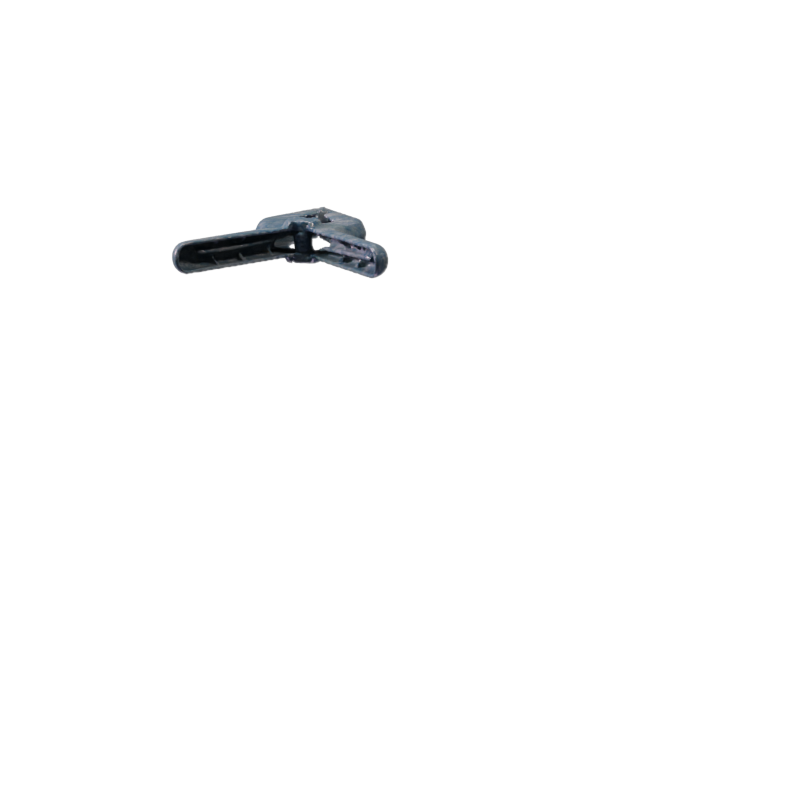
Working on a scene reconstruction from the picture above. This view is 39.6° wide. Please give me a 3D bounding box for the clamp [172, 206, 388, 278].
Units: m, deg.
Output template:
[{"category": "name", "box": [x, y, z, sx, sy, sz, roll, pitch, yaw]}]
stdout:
[{"category": "clamp", "box": [-0.071, -0.130, 0.910, 0.168, 0.035, 0.212, 5, 18, 15]}]
